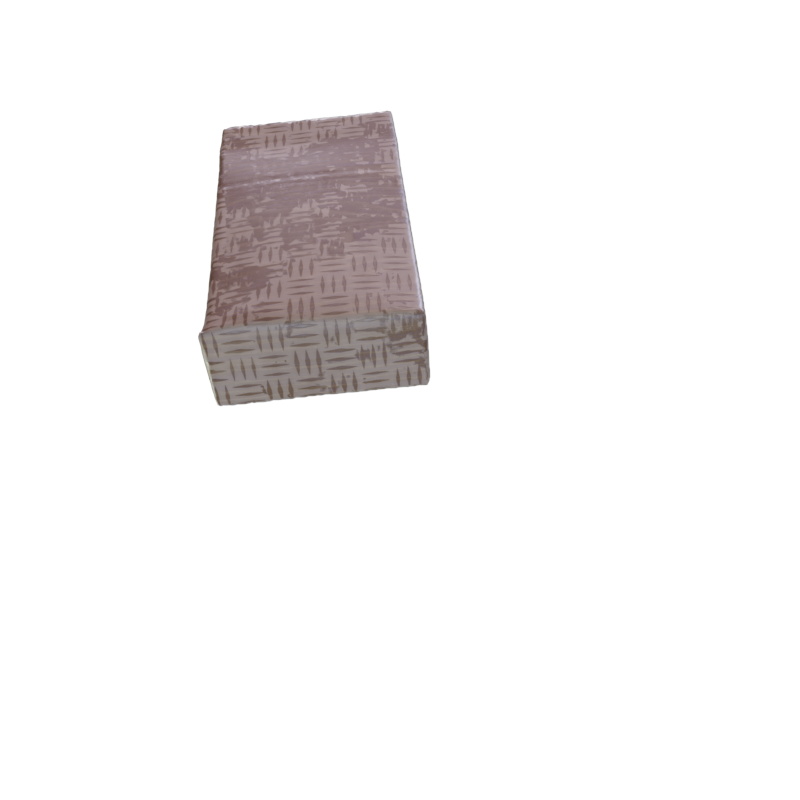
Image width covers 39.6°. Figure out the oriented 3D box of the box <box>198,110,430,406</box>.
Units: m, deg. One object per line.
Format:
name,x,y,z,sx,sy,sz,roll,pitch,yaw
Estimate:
box,-0.041,-0.074,0.523,0.093,0.045,0.188,-6,37,1
